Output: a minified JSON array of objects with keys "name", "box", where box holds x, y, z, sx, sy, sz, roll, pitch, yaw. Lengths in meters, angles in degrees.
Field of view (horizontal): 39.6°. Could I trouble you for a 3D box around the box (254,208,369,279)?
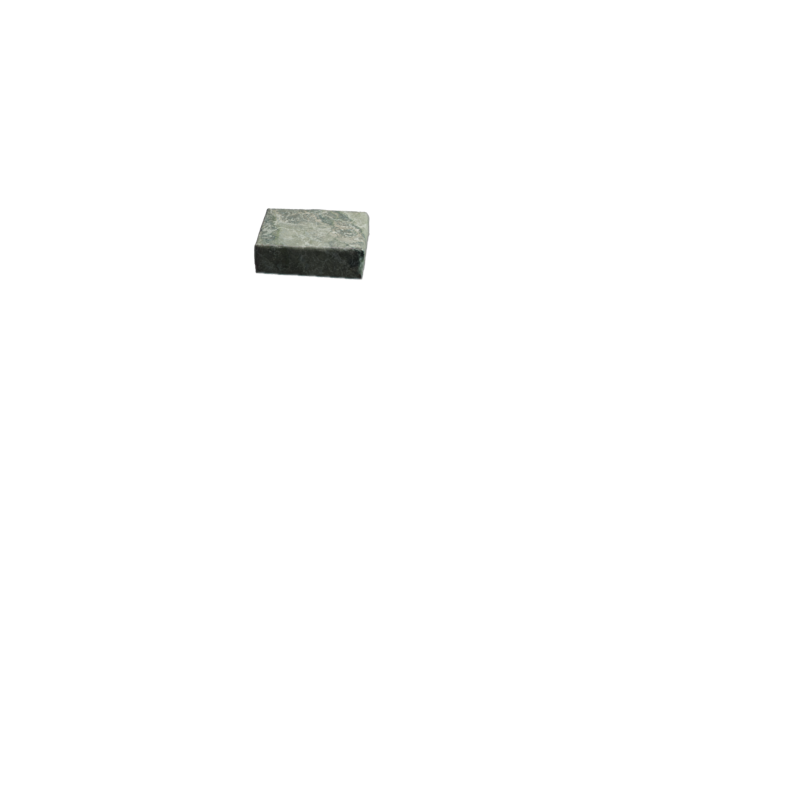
[{"name":"box","box":[-0.071,-0.130,0.912,0.090,0.028,0.077,2,32,3]}]
